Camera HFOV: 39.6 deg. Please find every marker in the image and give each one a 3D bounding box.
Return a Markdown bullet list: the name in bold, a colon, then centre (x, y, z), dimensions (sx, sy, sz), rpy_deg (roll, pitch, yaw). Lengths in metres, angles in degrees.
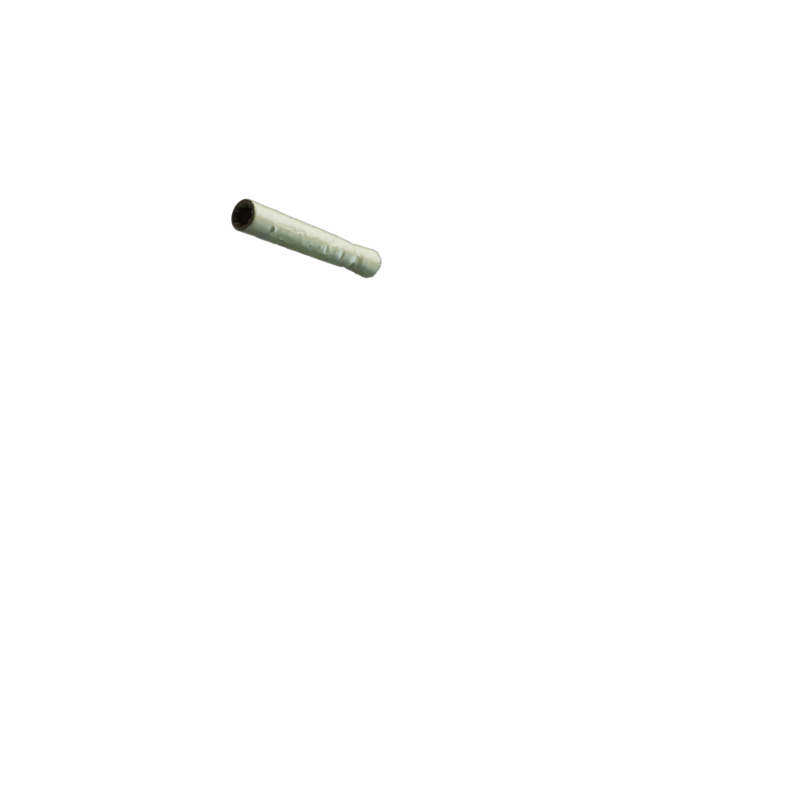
- **marker**: centre (-0.051, -0.093, 0.654), dimensions (0.021, 0.020, 0.114), rpy_deg (3, -7, 40)
